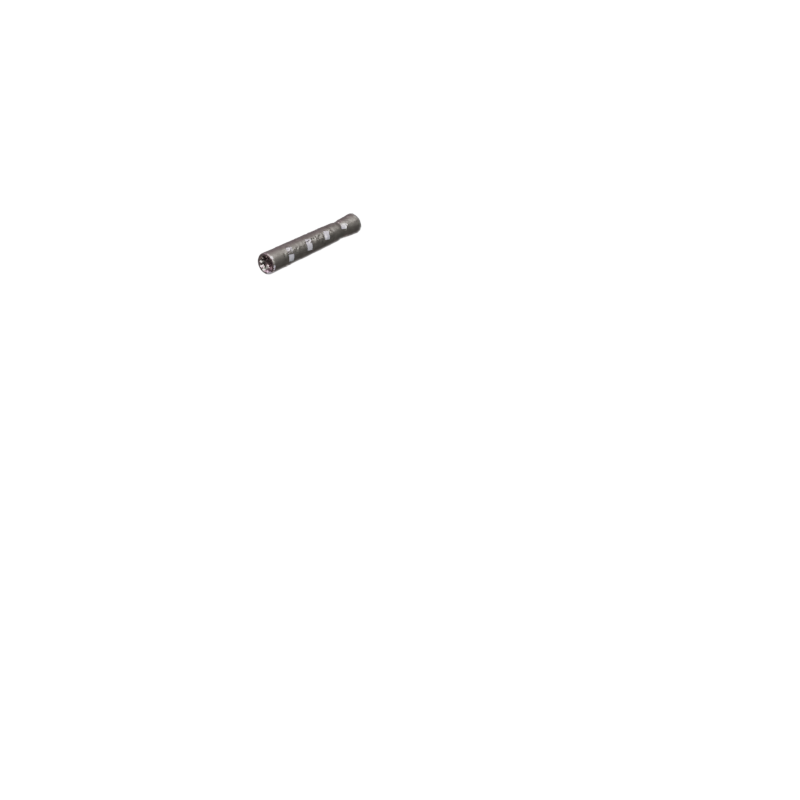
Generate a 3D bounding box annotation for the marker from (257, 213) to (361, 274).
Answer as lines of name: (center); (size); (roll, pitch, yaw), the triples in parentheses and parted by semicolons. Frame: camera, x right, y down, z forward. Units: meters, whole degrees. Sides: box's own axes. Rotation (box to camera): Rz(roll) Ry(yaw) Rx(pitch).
marker: (-0.074, -0.135, 0.947); (0.021, 0.019, 0.121); (3, 25, 39)
